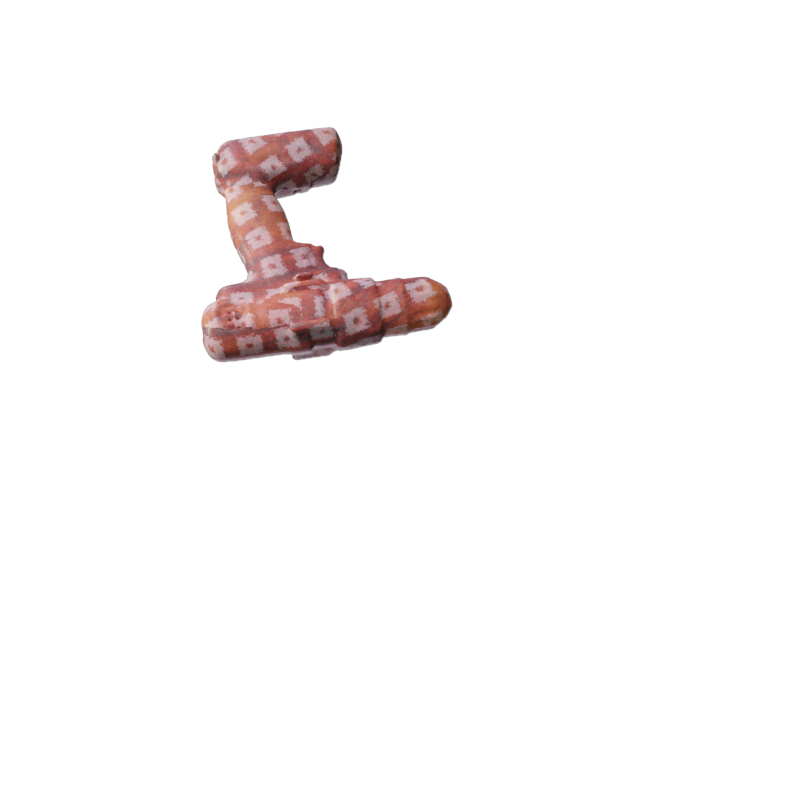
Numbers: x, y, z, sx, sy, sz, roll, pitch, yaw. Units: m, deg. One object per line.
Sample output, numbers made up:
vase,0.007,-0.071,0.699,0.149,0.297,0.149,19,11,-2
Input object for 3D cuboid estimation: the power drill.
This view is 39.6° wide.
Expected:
power drill,-0.067,-0.121,0.851,0.183,0.202,0.054,-8,-33,-6
